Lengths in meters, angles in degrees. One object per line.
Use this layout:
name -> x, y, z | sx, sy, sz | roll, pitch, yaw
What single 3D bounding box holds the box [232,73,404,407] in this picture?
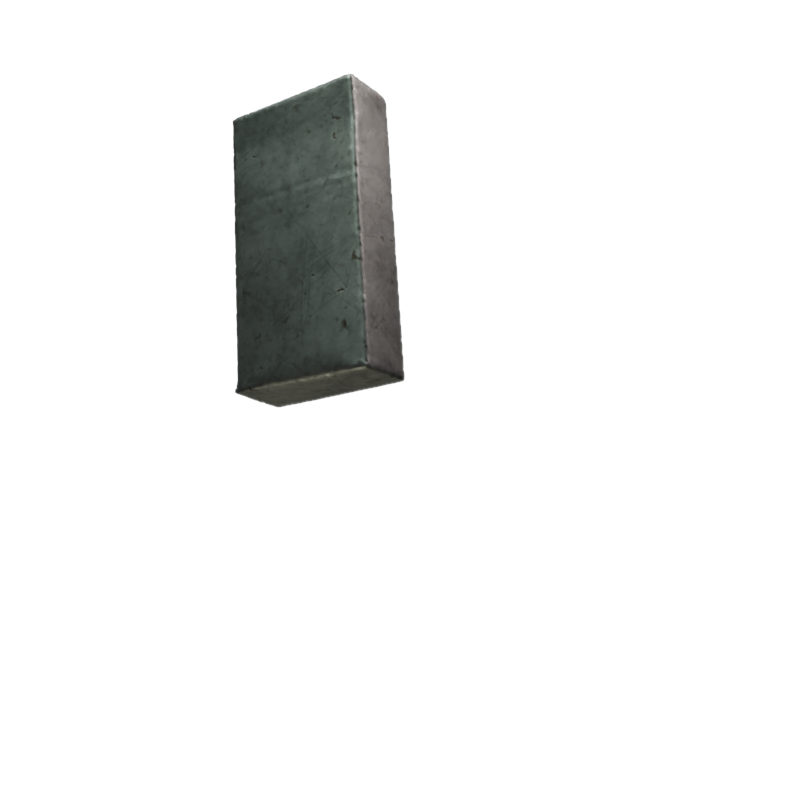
box -> -0.050, -0.092, 0.643 | 0.095, 0.185, 0.045 | -15, -25, 31
